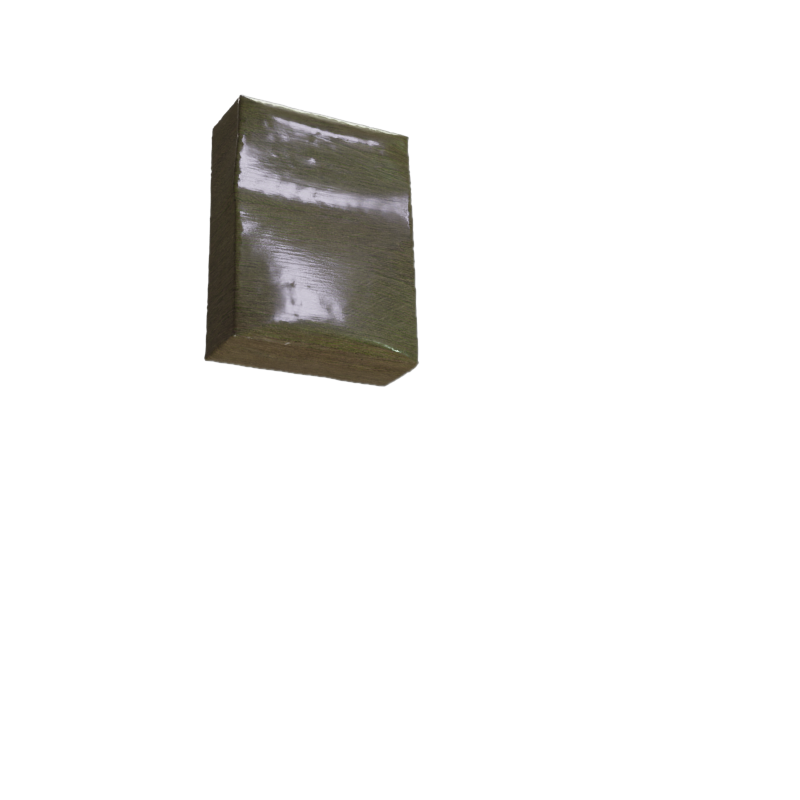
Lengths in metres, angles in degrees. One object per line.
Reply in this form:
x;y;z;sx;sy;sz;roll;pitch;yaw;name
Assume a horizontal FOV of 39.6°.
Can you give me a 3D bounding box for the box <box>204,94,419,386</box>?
-0.071;-0.130;0.911;0.158;0.225;0.071;9;-25;-25;box
